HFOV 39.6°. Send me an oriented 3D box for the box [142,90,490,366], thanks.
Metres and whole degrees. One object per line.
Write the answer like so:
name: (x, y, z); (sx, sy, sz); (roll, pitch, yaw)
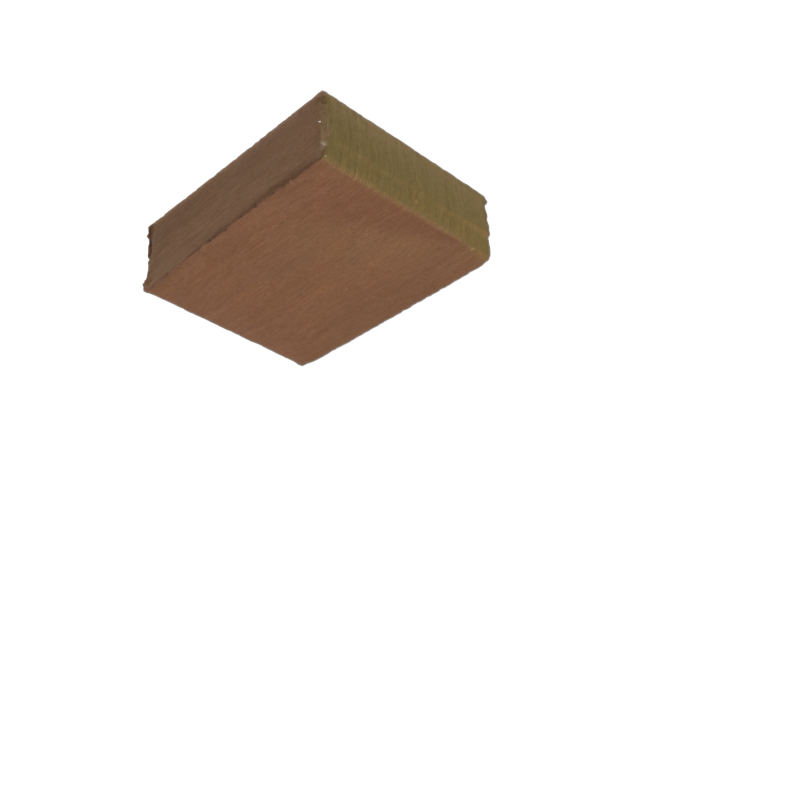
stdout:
box: (-0.035, -0.063, 0.445); (0.084, 0.042, 0.113); (29, -44, -35)
